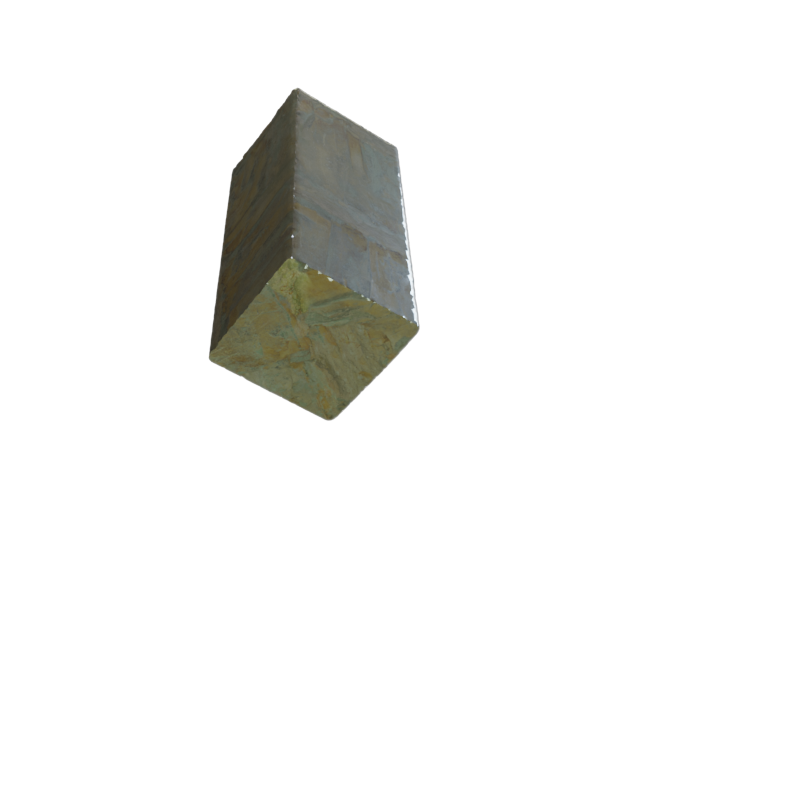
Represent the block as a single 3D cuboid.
[{"bbox_3d":[-0.056,-0.101,0.710,0.087,0.088,0.221,28,32,-24],"label":"block"}]
